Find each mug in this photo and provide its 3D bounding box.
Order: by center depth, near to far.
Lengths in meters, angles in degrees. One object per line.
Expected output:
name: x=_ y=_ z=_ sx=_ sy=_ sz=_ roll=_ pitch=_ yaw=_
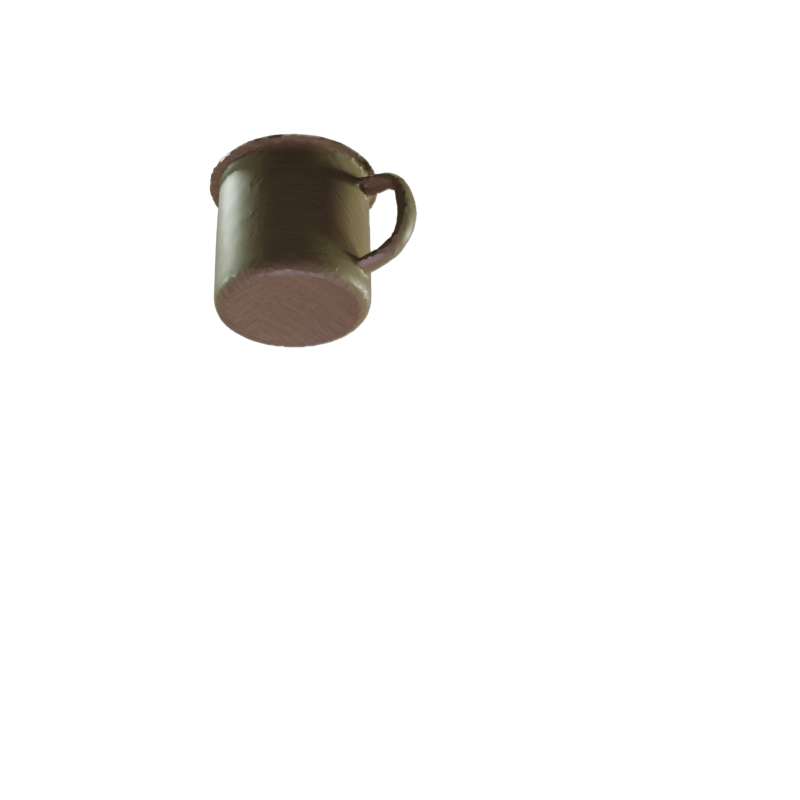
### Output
mug: x=-0.046 y=-0.083 z=0.585 sx=0.119 sy=0.087 sz=0.086 roll=-13 pitch=-33 yaw=20
